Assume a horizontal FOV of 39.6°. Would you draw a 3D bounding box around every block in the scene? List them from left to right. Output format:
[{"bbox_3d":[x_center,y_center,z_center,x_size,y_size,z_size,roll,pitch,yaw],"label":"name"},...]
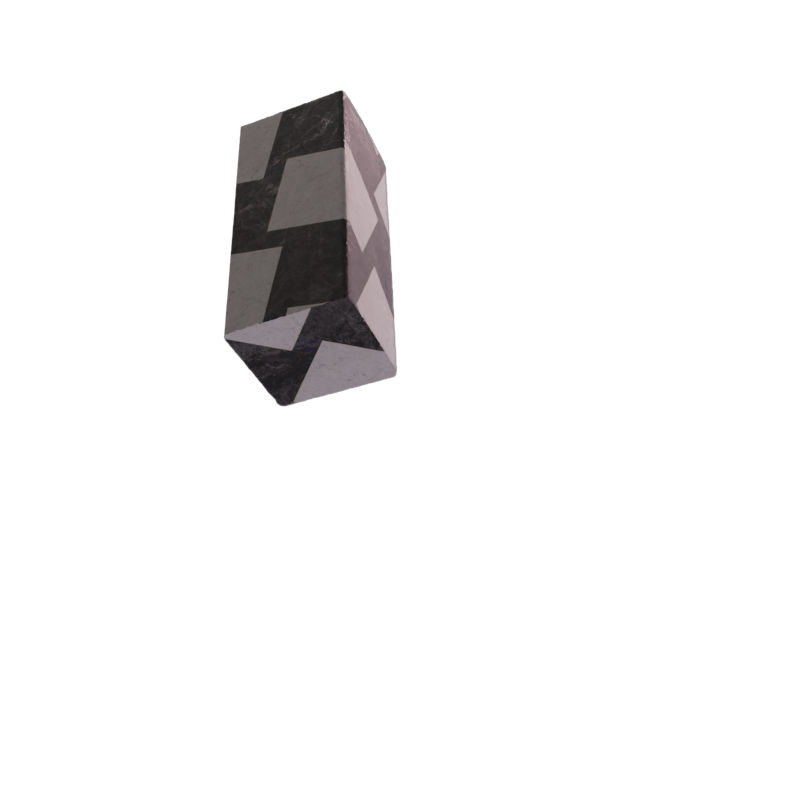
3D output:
[{"bbox_3d":[-0.062,-0.113,0.794,0.091,0.221,0.083,-17,-42,16],"label":"block"}]
